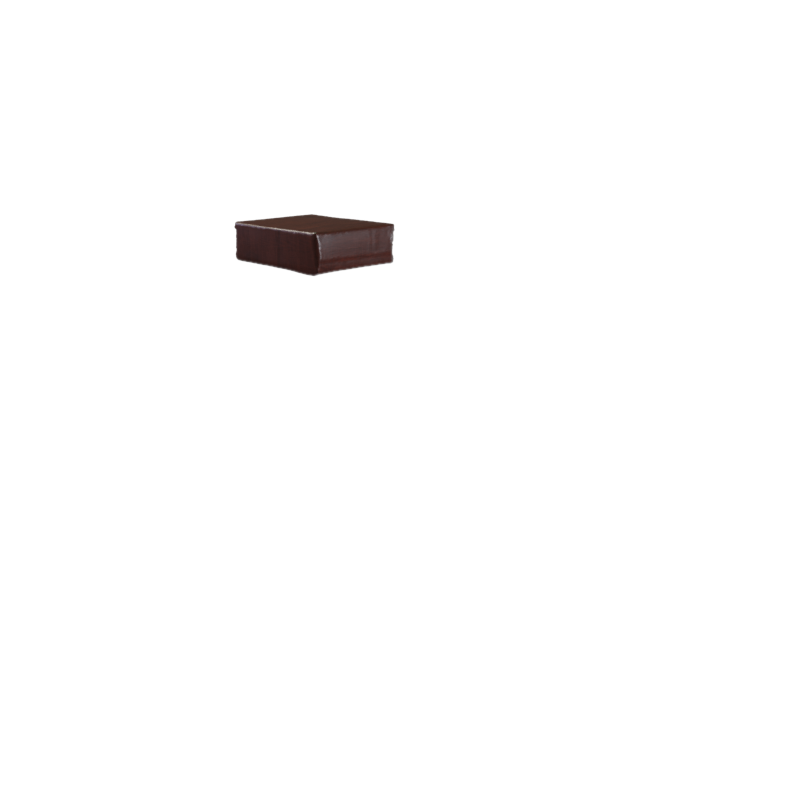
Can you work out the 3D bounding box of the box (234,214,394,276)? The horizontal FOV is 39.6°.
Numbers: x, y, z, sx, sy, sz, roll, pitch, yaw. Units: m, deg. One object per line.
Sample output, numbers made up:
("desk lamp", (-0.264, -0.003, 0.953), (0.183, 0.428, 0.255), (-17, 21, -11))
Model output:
("box", (-0.075, -0.137, 0.957), (0.088, 0.038, 0.120), (-14, 22, -40))
